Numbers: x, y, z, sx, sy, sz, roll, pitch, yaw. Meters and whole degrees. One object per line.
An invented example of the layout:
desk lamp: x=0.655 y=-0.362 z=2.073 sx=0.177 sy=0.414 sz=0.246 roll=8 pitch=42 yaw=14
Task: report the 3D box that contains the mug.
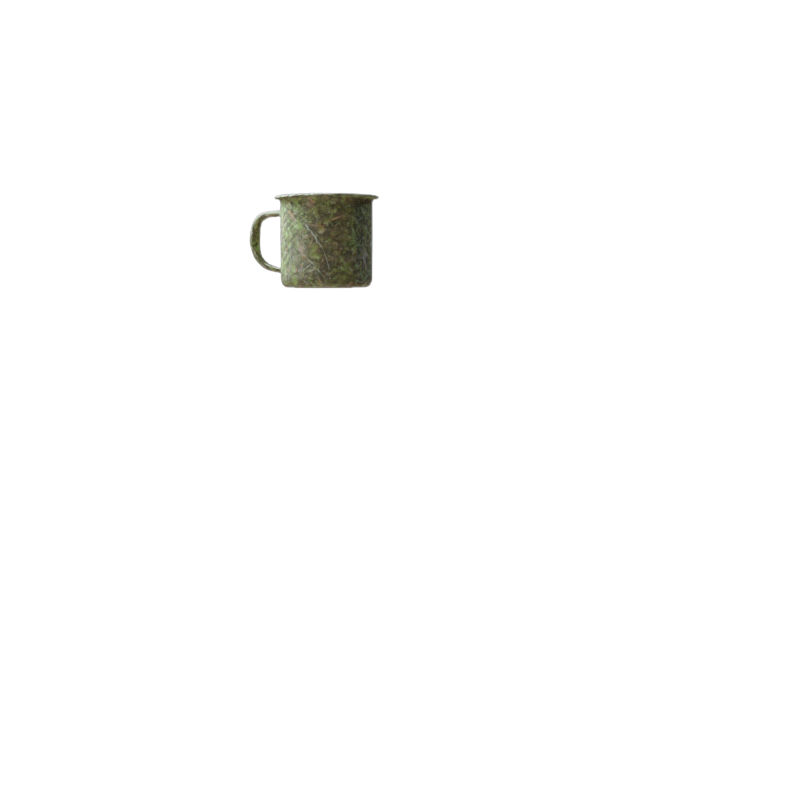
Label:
mug: x=-0.077 y=-0.141 z=0.988 sx=0.119 sy=0.081 sz=0.092 roll=1 pitch=3 yaw=9
